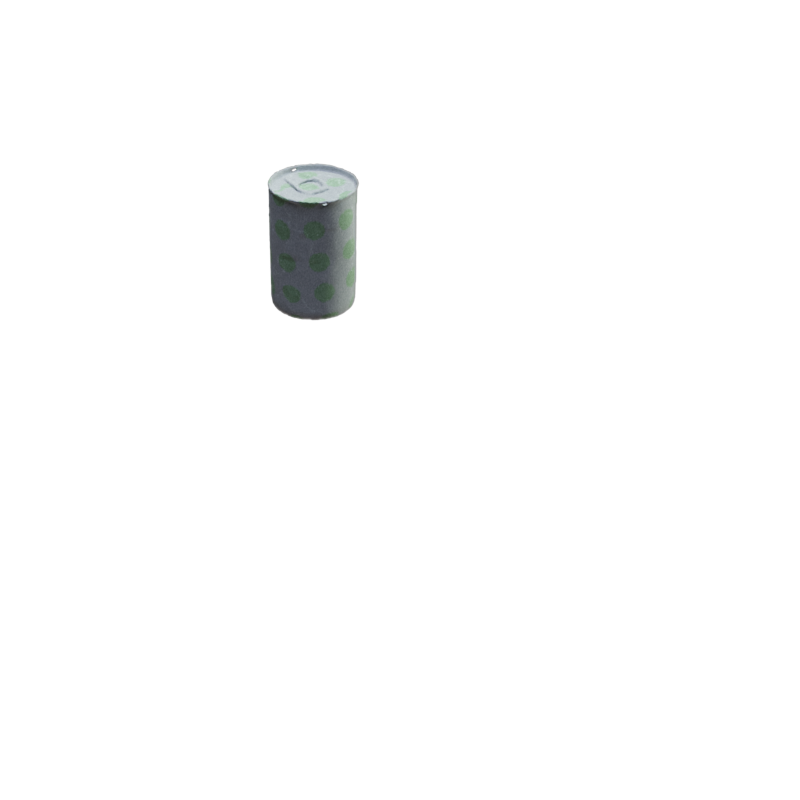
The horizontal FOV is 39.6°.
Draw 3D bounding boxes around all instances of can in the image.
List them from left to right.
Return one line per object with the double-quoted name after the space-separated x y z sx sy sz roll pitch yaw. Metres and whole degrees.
-0.066 -0.121 0.849 0.068 0.096 0.073 0 32 -3 "can"
